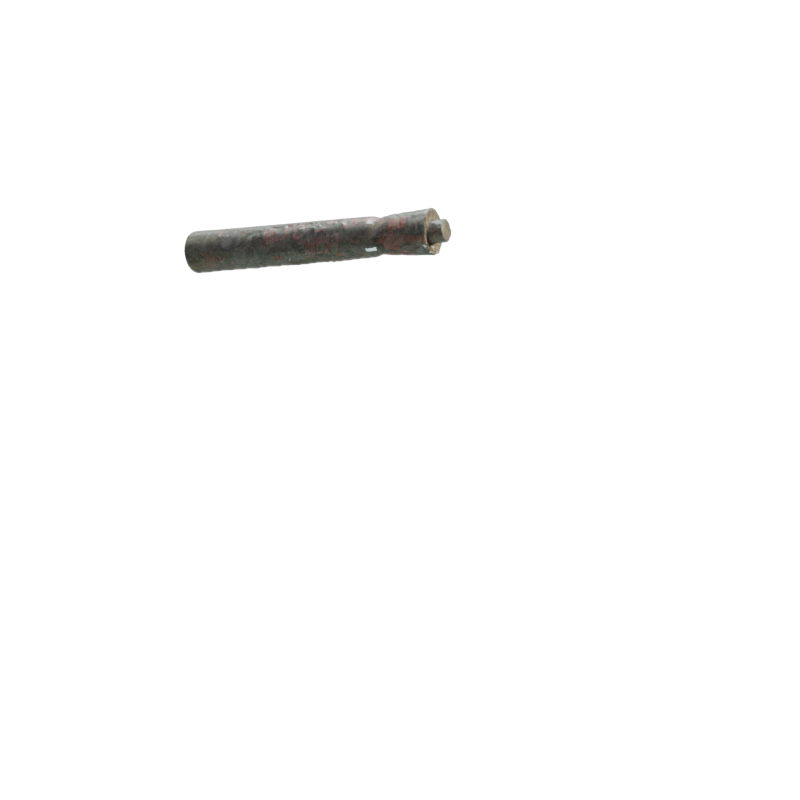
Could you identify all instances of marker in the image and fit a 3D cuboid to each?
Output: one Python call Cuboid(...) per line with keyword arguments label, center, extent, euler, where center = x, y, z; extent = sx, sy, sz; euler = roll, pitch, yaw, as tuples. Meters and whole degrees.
Cuboid(label="marker", center=(-0.036, -0.066, 0.466), extent=(0.125, 0.020, 0.019), euler=(-1, 3, 28))
